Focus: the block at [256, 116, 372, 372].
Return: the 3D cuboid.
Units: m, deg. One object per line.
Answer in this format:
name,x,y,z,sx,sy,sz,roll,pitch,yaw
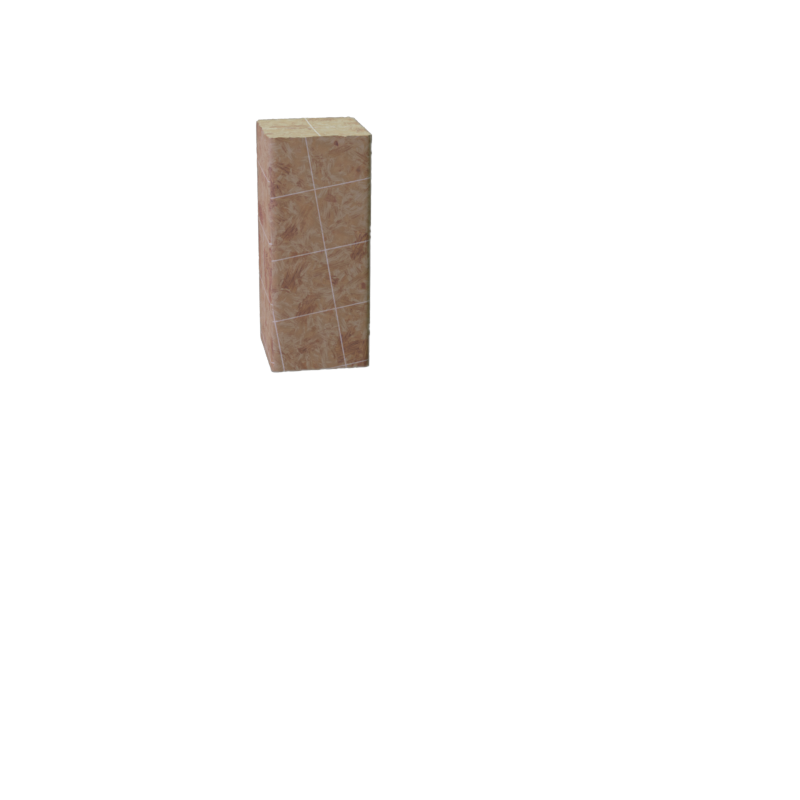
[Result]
block,-0.077,-0.139,0.975,0.089,0.198,0.096,-3,19,-11
